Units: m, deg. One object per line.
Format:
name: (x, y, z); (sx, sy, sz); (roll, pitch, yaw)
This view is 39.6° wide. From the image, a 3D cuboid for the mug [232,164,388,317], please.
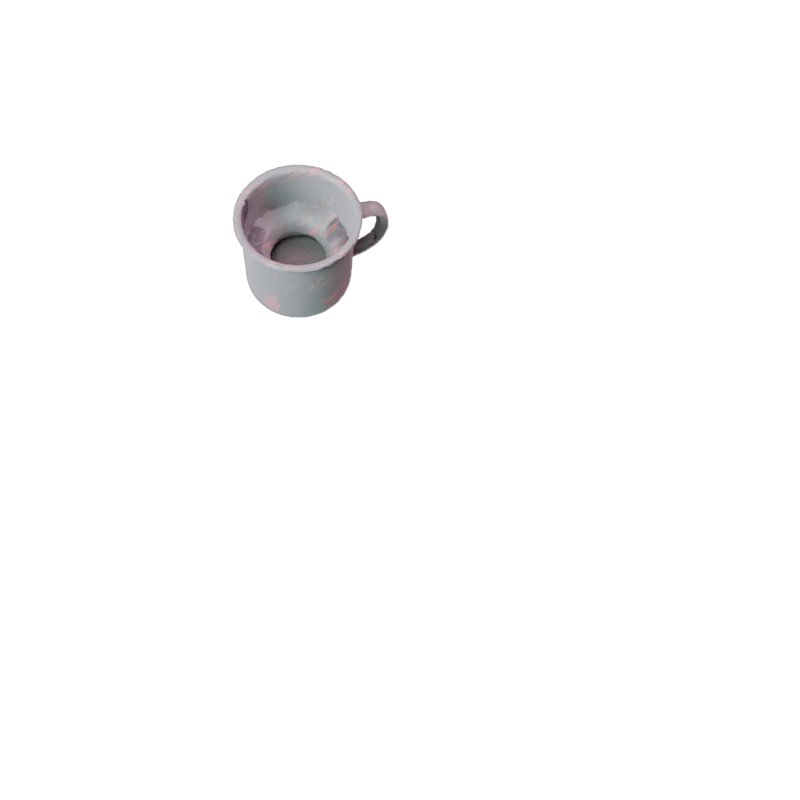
mug: (-0.065, -0.118, 0.827); (0.116, 0.100, 0.077); (-19, -27, -12)
